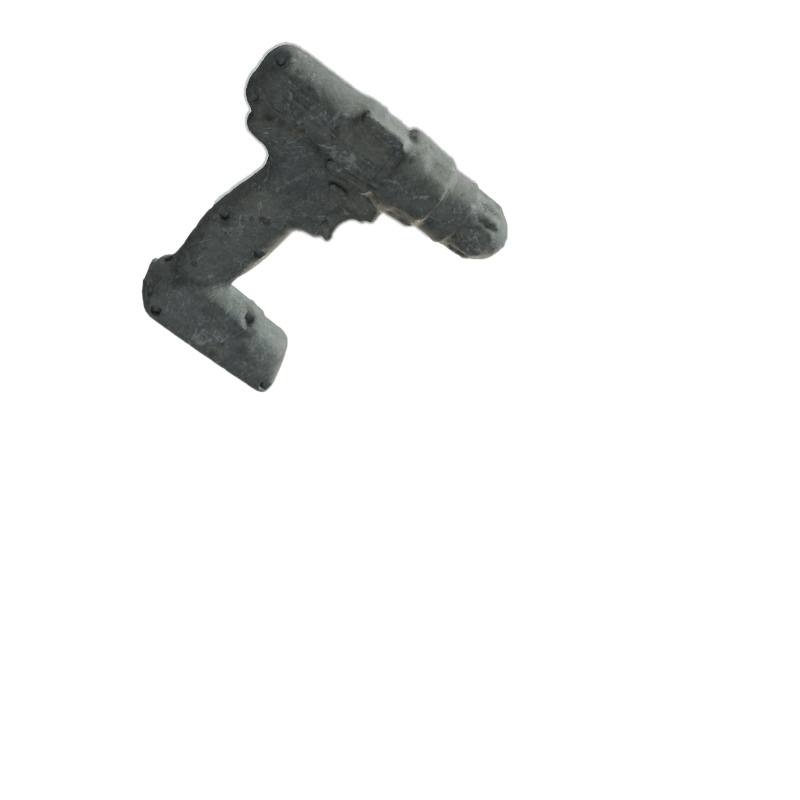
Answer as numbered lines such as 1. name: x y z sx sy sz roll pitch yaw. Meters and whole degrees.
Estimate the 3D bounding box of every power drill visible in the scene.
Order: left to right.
1. power drill: -0.053 -0.097 0.677 0.179 0.185 0.060 37 16 -13
